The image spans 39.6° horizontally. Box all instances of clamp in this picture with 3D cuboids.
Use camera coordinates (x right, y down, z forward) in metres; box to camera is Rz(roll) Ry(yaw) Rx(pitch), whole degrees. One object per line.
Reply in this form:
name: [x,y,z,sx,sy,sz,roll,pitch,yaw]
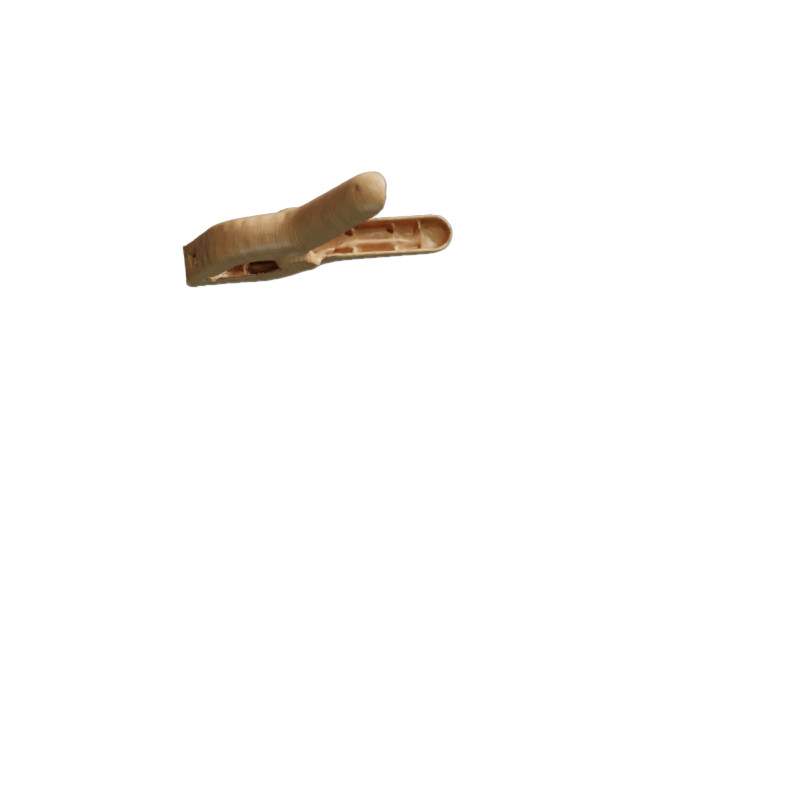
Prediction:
clamp: [-0.055,-0.100,0.697,0.175,0.041,0.113,-9,-16,32]
